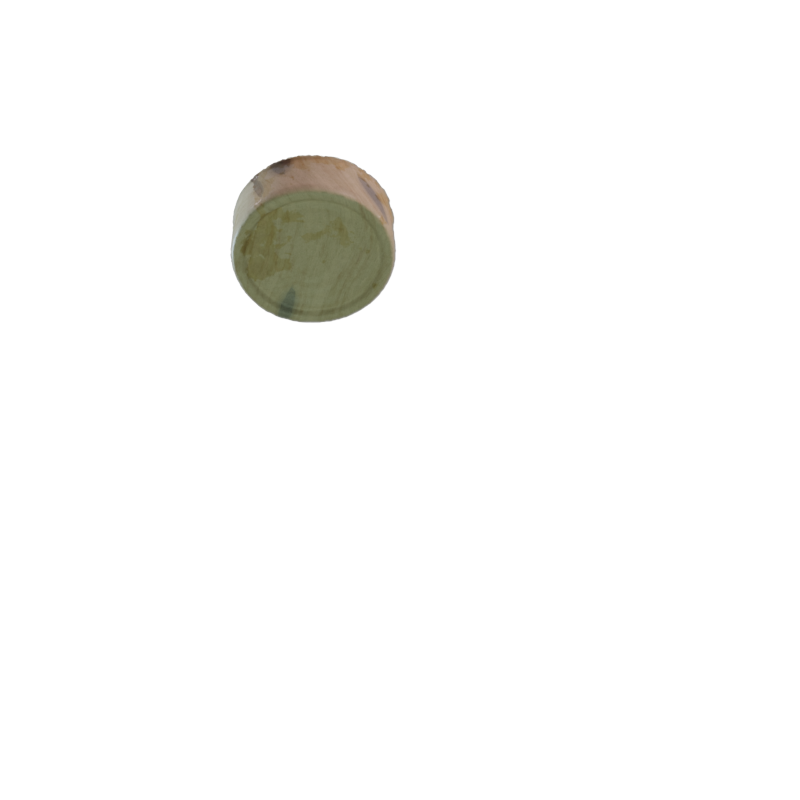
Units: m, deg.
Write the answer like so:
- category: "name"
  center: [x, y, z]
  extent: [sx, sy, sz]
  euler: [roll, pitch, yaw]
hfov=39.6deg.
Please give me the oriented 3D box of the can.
- category: "can"
  center: [-0.045, -0.082, 0.576]
  extent: [0.086, 0.080, 0.036]
  euler: [1, 37, -1]
